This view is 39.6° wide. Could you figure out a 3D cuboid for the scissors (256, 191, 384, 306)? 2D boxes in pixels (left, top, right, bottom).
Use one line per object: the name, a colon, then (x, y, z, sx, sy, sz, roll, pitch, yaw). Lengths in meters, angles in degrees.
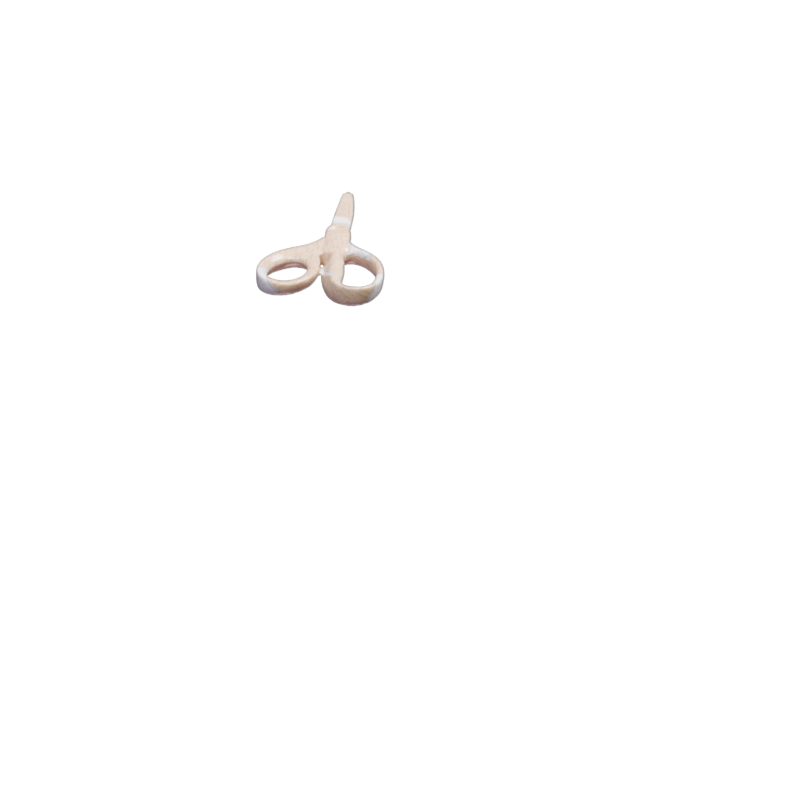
scissors: (-0.064, -0.116, 0.813, 0.095, 0.015, 0.215, -5, 29, -10)
